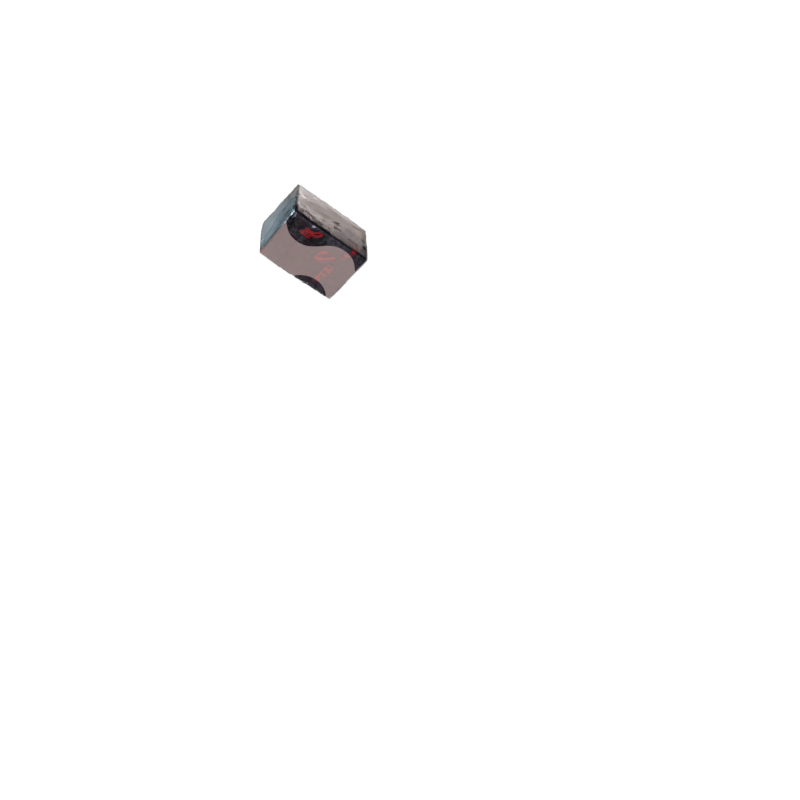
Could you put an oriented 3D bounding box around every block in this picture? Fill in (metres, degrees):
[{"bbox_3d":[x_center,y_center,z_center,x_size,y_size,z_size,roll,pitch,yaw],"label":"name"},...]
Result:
[{"bbox_3d":[-0.074,-0.134,0.940,0.074,0.052,0.055,34,27,-21],"label":"block"}]
